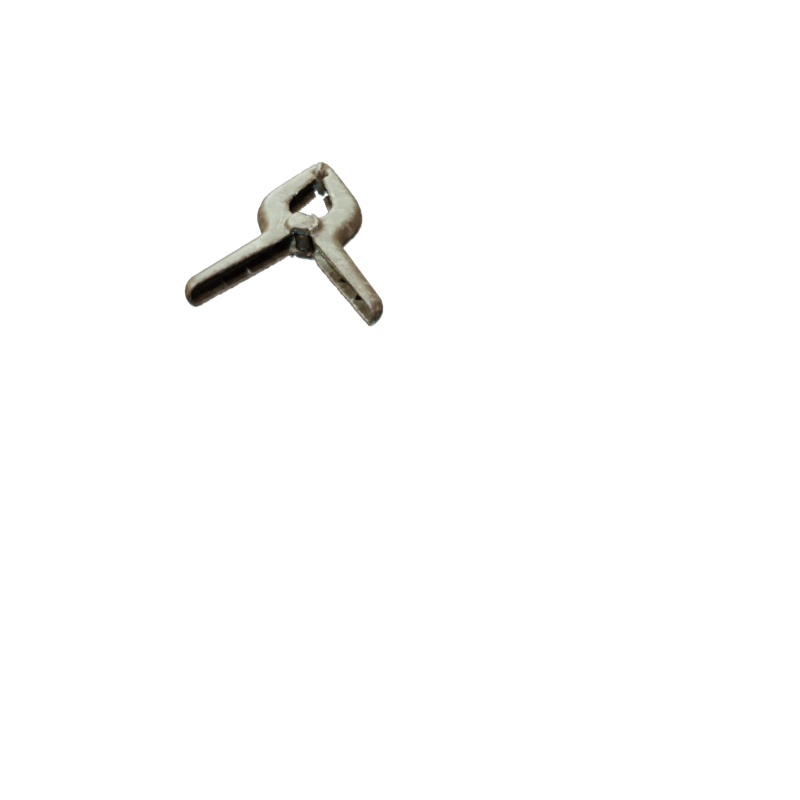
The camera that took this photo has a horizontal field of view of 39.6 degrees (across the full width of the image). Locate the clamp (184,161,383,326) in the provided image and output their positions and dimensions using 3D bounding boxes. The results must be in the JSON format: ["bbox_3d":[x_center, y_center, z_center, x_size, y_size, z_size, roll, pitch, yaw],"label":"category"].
[{"bbox_3d":[-0.076,-0.139,0.973,0.168,0.034,0.220,10,43,11],"label":"clamp"}]
